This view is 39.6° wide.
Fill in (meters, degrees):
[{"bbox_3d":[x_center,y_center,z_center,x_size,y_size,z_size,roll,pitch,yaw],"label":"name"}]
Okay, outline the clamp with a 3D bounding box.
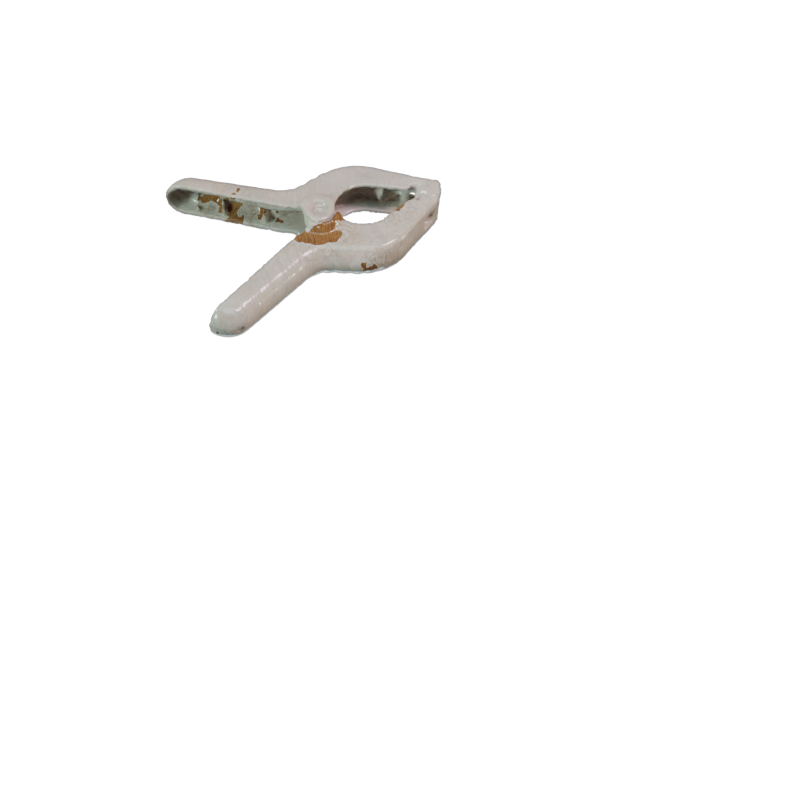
[{"bbox_3d":[-0.053,-0.097,0.679,0.170,0.129,0.037,-9,-31,-6],"label":"clamp"}]
